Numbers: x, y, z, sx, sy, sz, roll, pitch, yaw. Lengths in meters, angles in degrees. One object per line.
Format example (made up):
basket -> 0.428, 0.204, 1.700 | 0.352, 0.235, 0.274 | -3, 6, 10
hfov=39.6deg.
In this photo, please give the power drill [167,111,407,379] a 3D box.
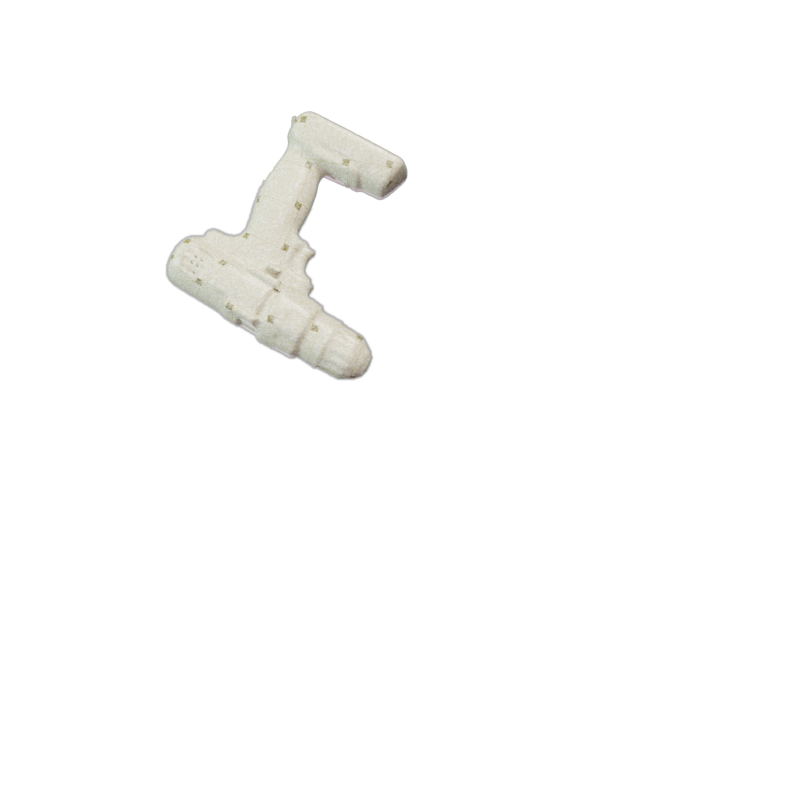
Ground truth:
power drill -> -0.071, -0.130, 0.908 | 0.189, 0.191, 0.055 | 30, -16, 9
